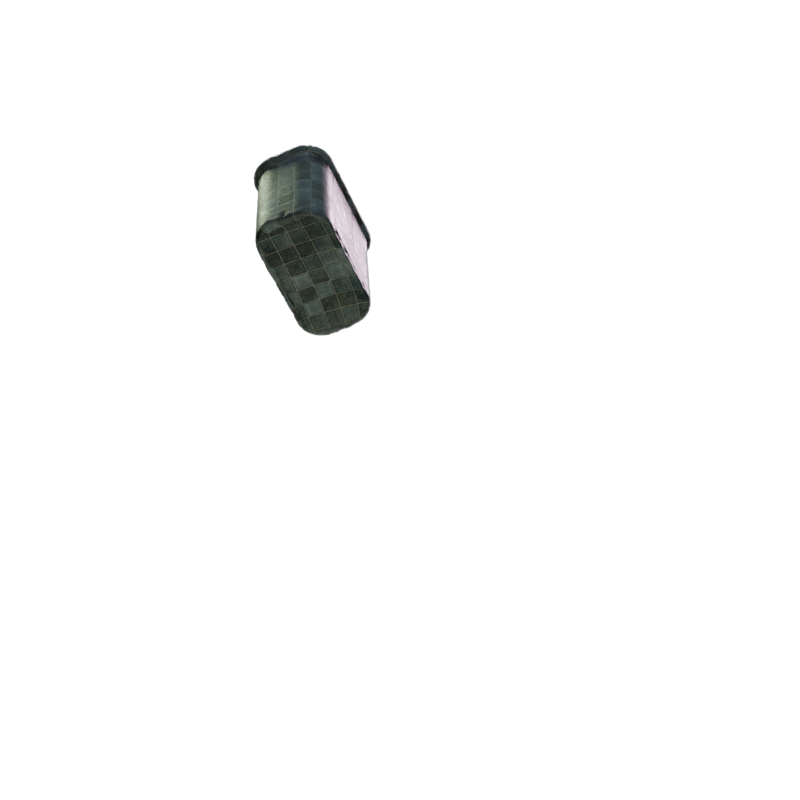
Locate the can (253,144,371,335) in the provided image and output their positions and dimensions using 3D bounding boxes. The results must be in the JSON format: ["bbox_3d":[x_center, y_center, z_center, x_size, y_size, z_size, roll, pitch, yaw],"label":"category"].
[{"bbox_3d":[-0.058,-0.107,0.746,0.058,0.095,0.090,-20,35,12],"label":"can"}]
